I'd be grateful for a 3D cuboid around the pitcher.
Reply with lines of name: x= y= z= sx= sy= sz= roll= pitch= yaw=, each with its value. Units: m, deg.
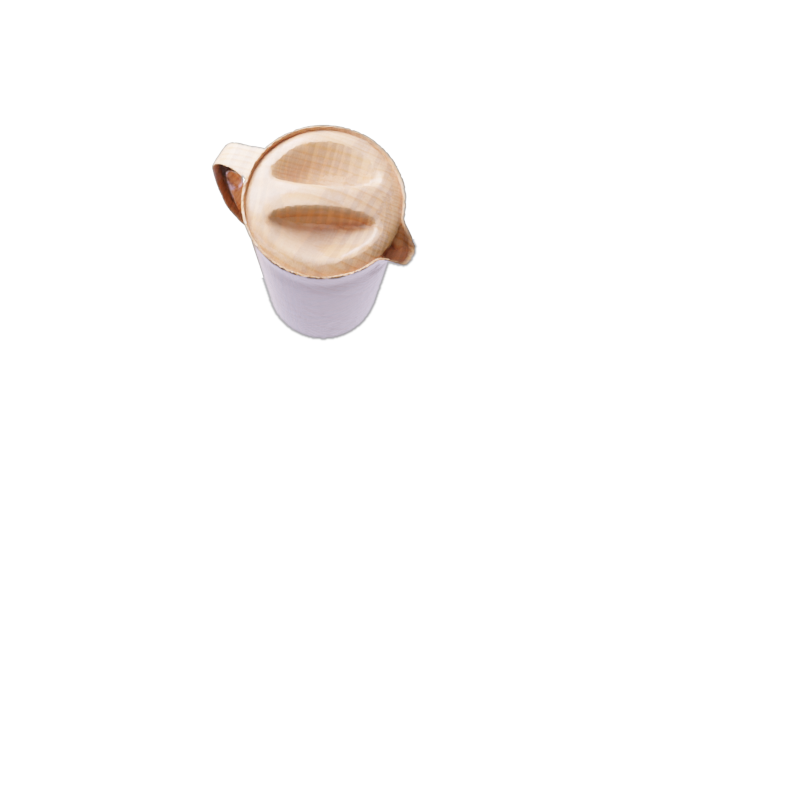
pitcher: x=-0.078 y=-0.142 z=0.996 sx=0.144 sy=0.156 sz=0.234 roll=-15 pitch=-14 yaw=-7
